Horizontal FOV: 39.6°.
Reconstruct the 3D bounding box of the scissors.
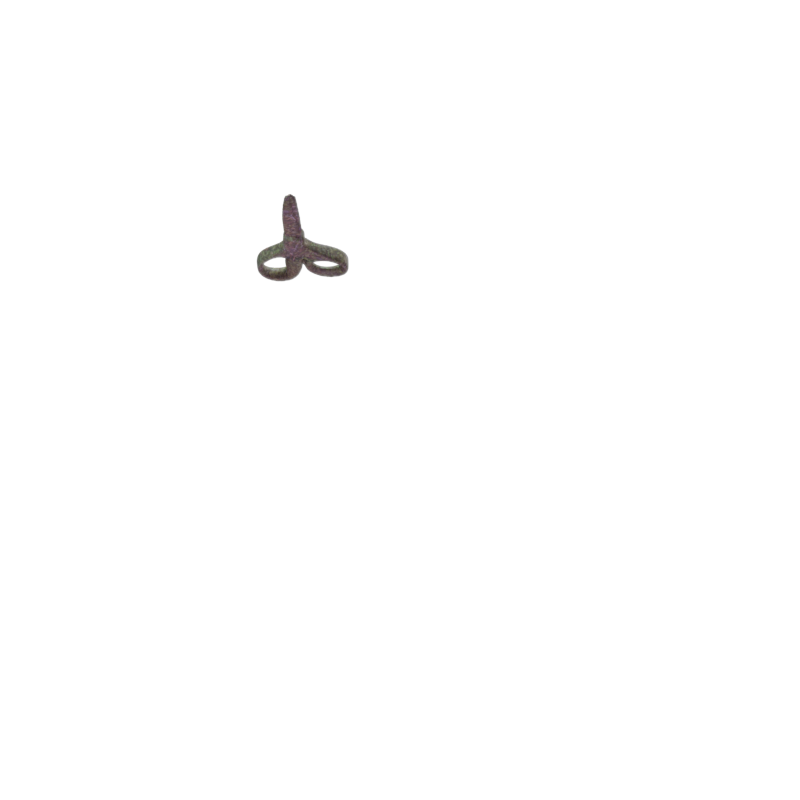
[{"bbox_3d":[-0.078,-0.142,0.998,0.094,0.016,0.199,4,-13,-17],"label":"scissors"}]
